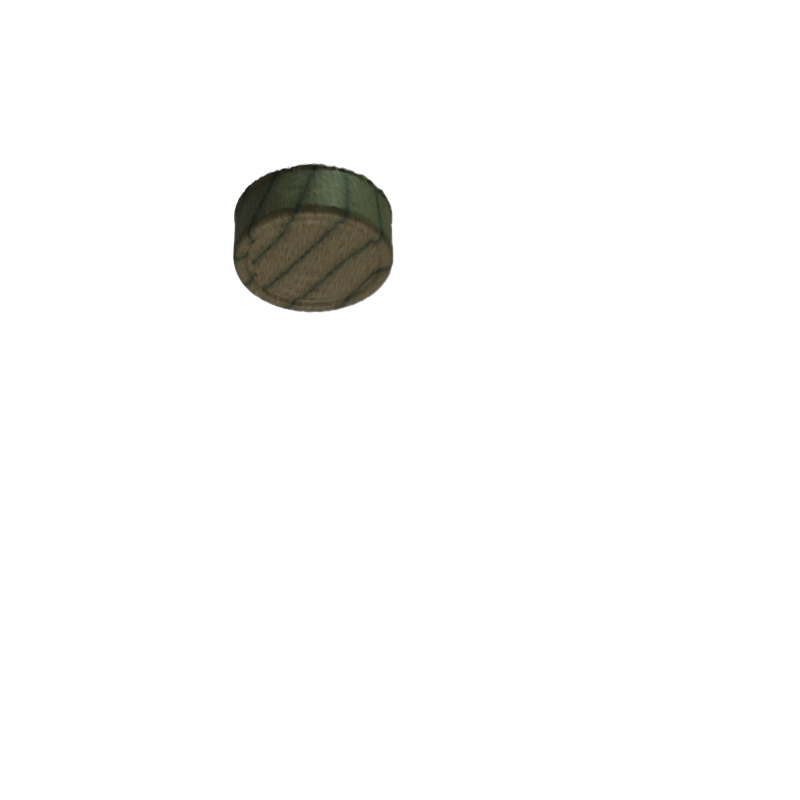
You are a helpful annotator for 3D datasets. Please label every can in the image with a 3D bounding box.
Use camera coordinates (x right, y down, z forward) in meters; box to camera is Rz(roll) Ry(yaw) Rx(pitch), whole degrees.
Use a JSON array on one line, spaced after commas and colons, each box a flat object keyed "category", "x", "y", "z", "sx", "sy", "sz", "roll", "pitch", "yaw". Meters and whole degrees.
[{"category": "can", "x": -0.046, "y": -0.084, "z": 0.589, "sx": 0.086, "sy": 0.036, "sz": 0.080, "roll": 1, "pitch": -36, "yaw": -2}]
